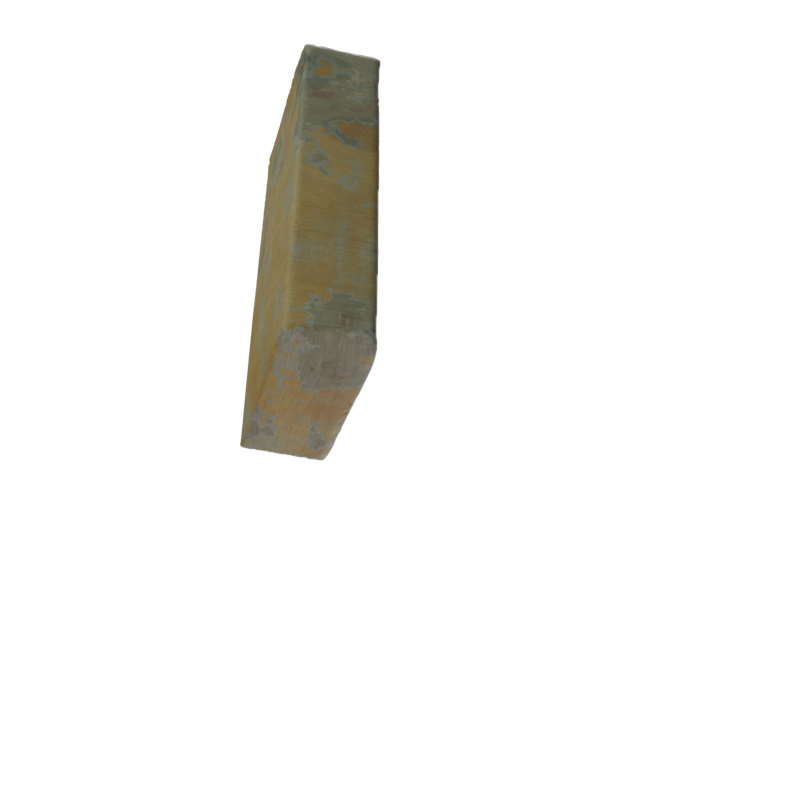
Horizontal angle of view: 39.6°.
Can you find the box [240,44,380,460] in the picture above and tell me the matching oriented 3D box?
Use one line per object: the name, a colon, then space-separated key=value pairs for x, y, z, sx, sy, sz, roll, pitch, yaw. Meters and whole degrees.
box: x=-0.041 y=-0.073 z=0.515 sx=0.047 sy=0.189 sz=0.089 roll=9 pitch=-40 yaw=-15
